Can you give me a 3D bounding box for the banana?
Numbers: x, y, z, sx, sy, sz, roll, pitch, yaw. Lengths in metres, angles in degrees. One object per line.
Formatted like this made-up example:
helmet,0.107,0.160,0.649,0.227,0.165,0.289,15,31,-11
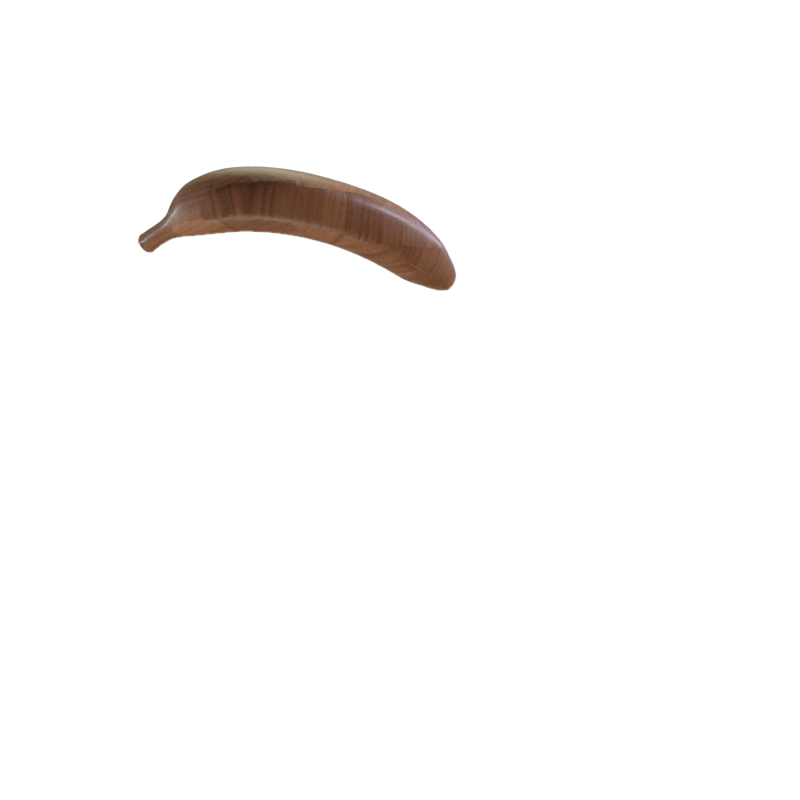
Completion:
banana,-0.049,-0.103,0.649,0.193,0.039,0.067,8,-28,-16
